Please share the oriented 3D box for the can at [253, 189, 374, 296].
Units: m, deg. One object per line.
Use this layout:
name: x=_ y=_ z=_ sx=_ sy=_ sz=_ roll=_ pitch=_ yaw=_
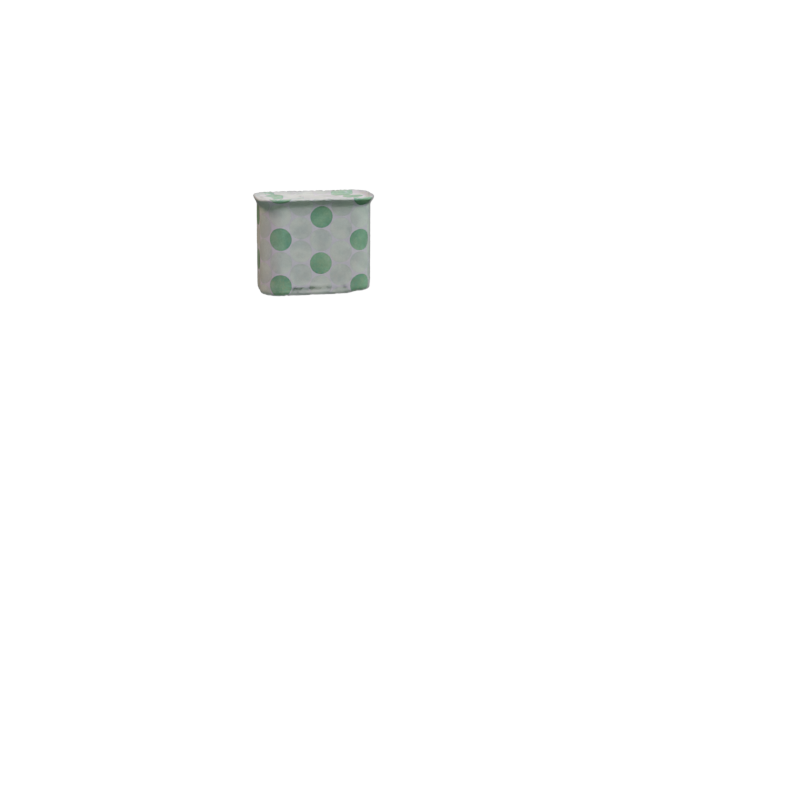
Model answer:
can: x=-0.075 y=-0.137 z=0.960 sx=0.100 sy=0.082 sz=0.060 roll=-3 pitch=13 yaw=-11
